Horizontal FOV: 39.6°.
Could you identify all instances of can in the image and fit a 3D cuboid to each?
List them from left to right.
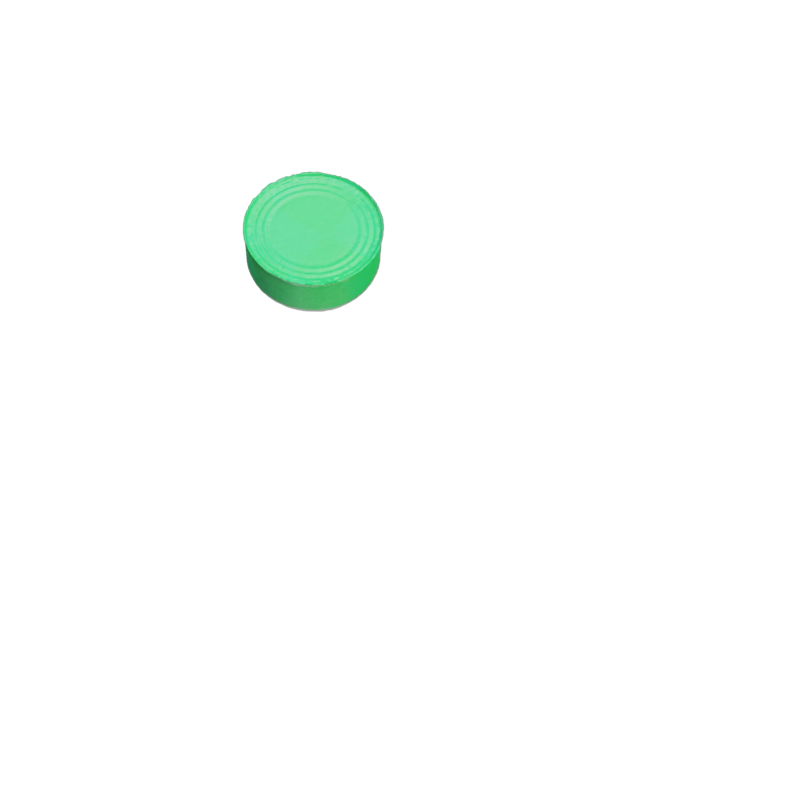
[{"bbox_3d":[-0.054,-0.098,0.685,0.086,0.092,0.031,-1,-33,-1],"label":"can"}]
